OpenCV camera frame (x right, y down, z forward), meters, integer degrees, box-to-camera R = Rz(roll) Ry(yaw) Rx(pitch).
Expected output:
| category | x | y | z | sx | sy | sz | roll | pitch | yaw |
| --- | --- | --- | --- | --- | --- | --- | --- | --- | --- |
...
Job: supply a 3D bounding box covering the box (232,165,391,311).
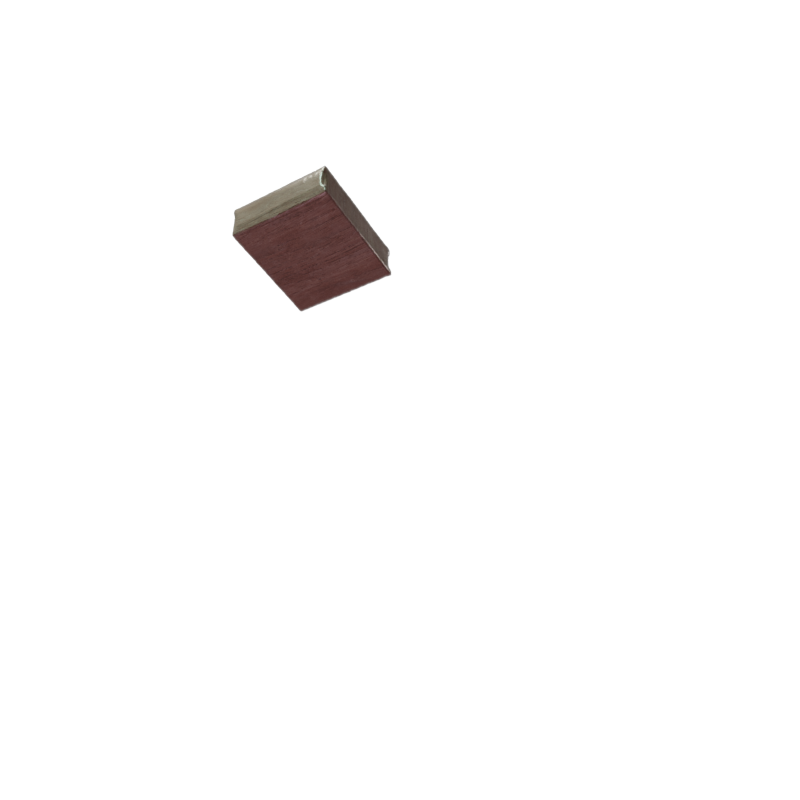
| category | x | y | z | sx | sy | sz | roll | pitch | yaw |
| --- | --- | --- | --- | --- | --- | --- | --- | --- | --- |
| box | -0.058 | -0.107 | 0.748 | 0.073 | 0.032 | 0.083 | -23 | -48 | 21 |
